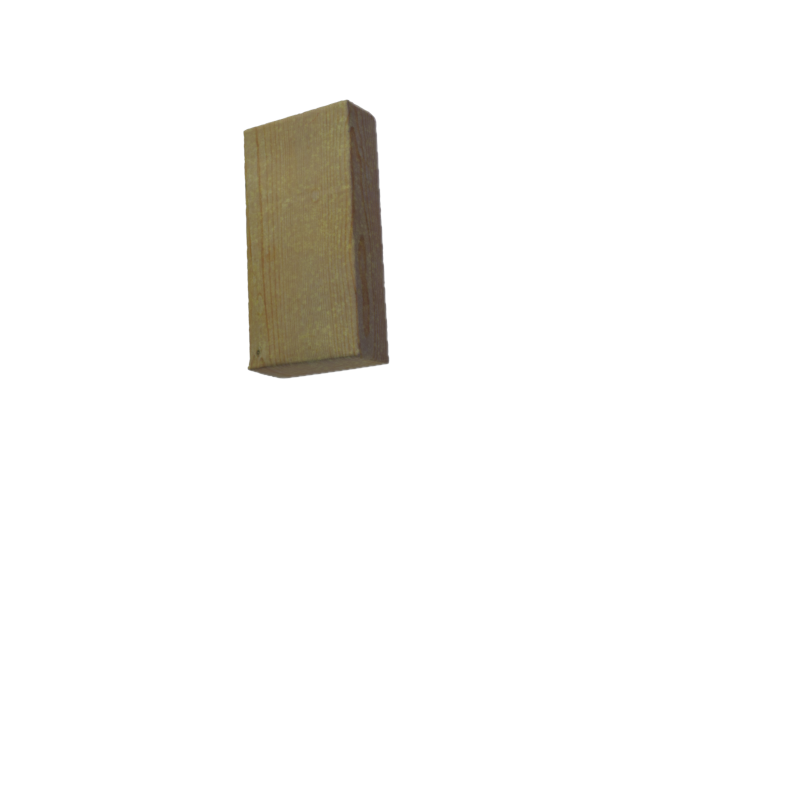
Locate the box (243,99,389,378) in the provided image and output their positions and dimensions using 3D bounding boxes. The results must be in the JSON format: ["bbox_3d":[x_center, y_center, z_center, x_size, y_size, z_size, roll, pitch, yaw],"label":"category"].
[{"bbox_3d":[-0.059,-0.108,0.759,0.095,0.183,0.045,-10,-18,32],"label":"box"}]
